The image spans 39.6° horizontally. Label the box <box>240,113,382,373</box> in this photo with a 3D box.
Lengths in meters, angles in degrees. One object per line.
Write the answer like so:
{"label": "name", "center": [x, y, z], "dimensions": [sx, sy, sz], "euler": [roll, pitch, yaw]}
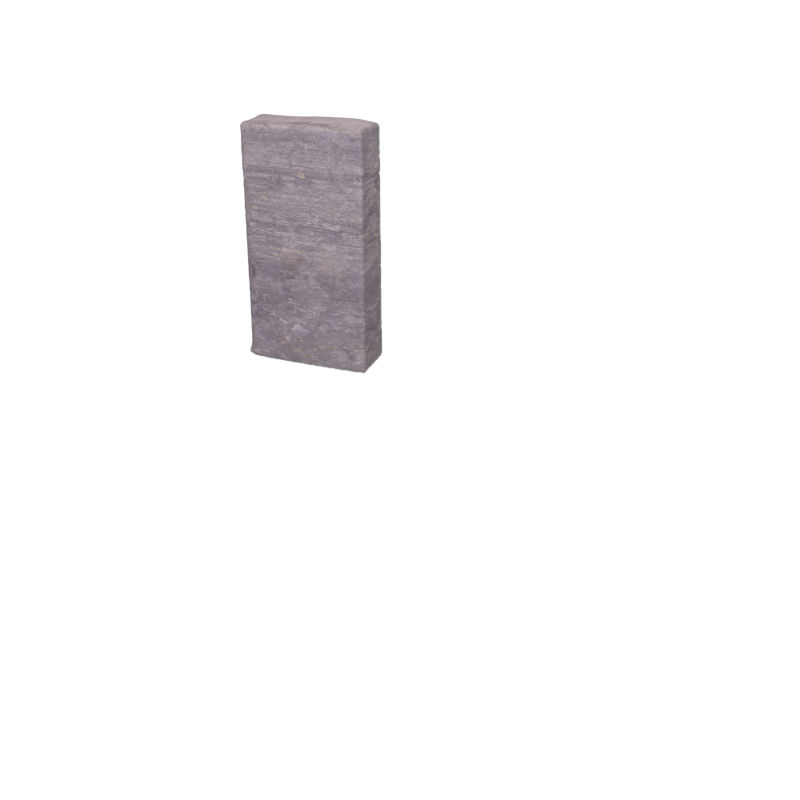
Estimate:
{"label": "box", "center": [-0.062, -0.113, 0.790], "dimensions": [0.096, 0.170, 0.048], "euler": [8, 18, 21]}
